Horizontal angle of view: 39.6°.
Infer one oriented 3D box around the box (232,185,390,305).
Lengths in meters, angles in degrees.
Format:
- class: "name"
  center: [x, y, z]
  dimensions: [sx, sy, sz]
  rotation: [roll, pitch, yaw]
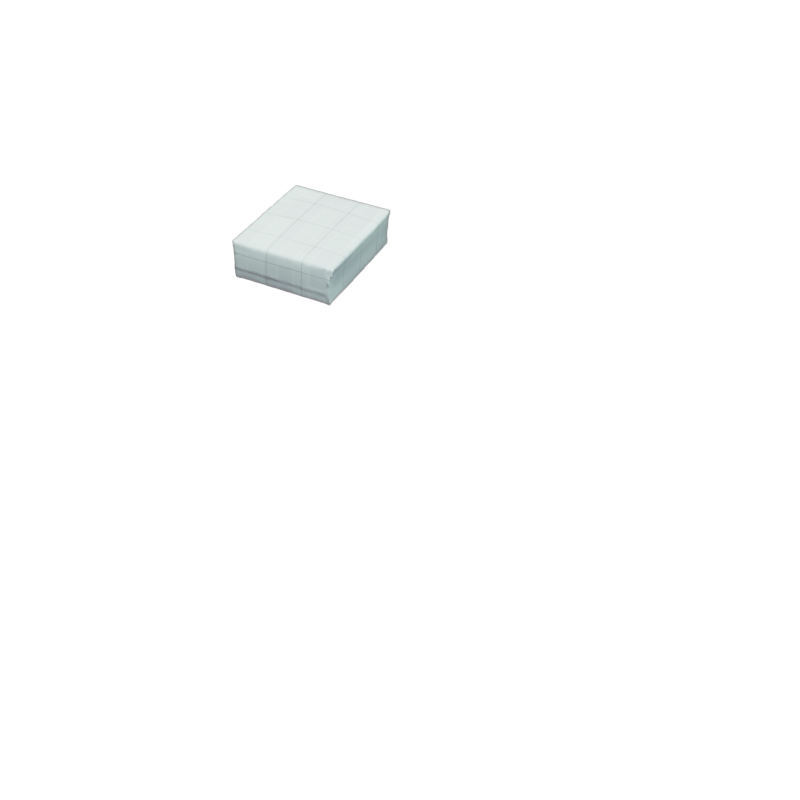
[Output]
- class: "box"
  center: [-0.071, -0.129, 0.904]
  dimensions: [0.093, 0.036, 0.117]
  rotation: [16, 40, 19]
